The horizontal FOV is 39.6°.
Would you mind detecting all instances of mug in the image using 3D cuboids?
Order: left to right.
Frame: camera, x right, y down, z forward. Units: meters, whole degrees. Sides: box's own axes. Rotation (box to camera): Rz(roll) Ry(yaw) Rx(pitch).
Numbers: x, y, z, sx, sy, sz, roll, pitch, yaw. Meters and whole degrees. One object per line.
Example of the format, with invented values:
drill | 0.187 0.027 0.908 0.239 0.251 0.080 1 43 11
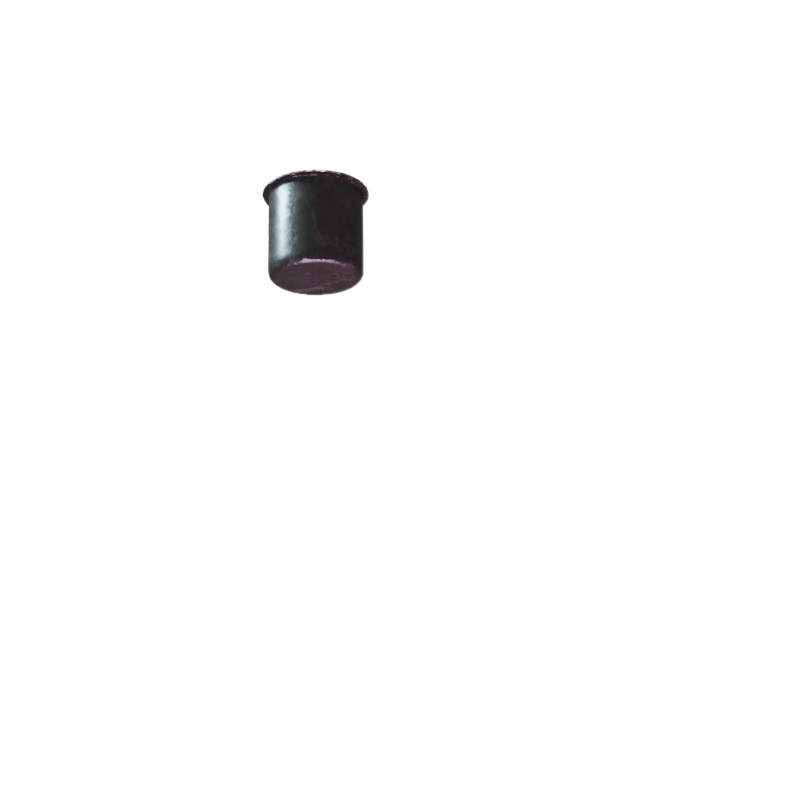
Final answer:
mug | -0.076 -0.138 0.965 0.092 0.086 0.113 4 -20 -13
